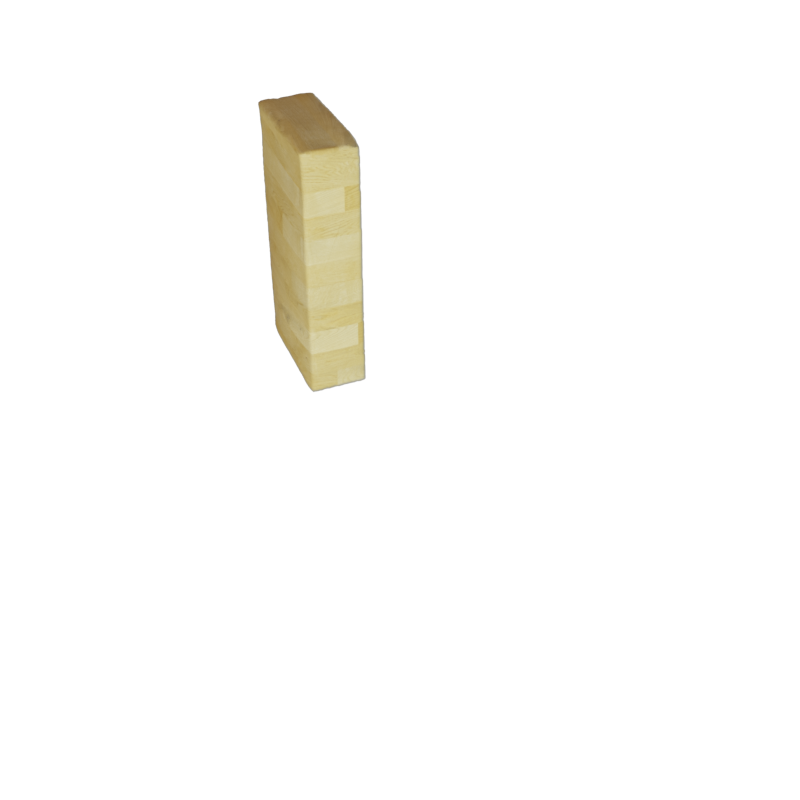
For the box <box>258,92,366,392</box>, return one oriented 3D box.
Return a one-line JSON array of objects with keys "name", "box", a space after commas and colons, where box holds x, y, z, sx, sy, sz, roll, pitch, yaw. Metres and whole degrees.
[{"name": "box", "box": [-0.057, -0.105, 0.736, 0.047, 0.165, 0.101, -10, 35, -19]}]
